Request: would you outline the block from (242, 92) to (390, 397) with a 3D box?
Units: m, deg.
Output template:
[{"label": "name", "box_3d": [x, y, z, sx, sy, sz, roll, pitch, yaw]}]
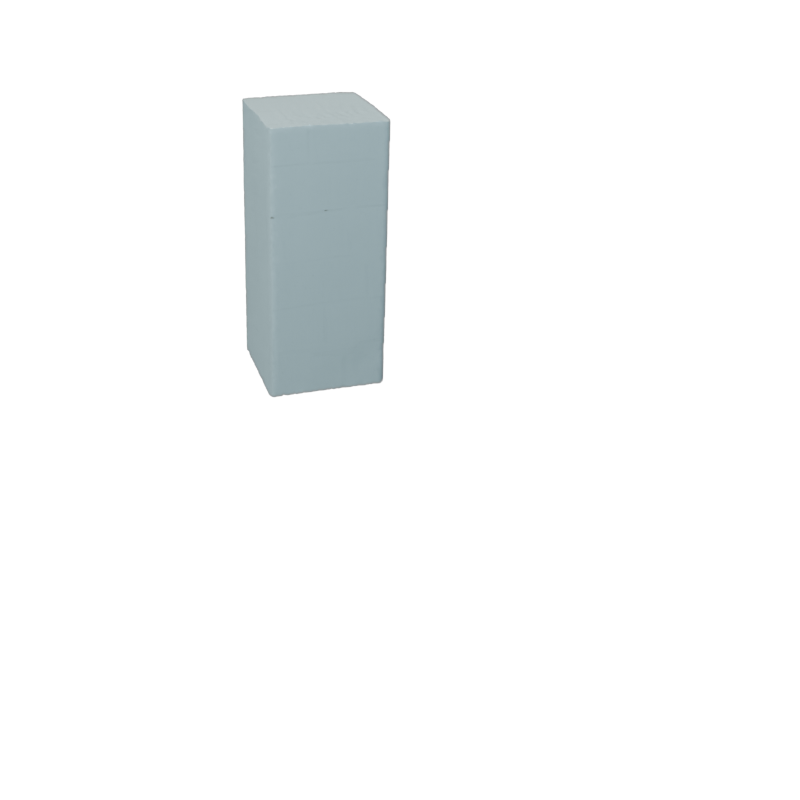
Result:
[{"label": "block", "box_3d": [-0.065, -0.119, 0.834, 0.089, 0.196, 0.096, -6, 25, -17]}]
